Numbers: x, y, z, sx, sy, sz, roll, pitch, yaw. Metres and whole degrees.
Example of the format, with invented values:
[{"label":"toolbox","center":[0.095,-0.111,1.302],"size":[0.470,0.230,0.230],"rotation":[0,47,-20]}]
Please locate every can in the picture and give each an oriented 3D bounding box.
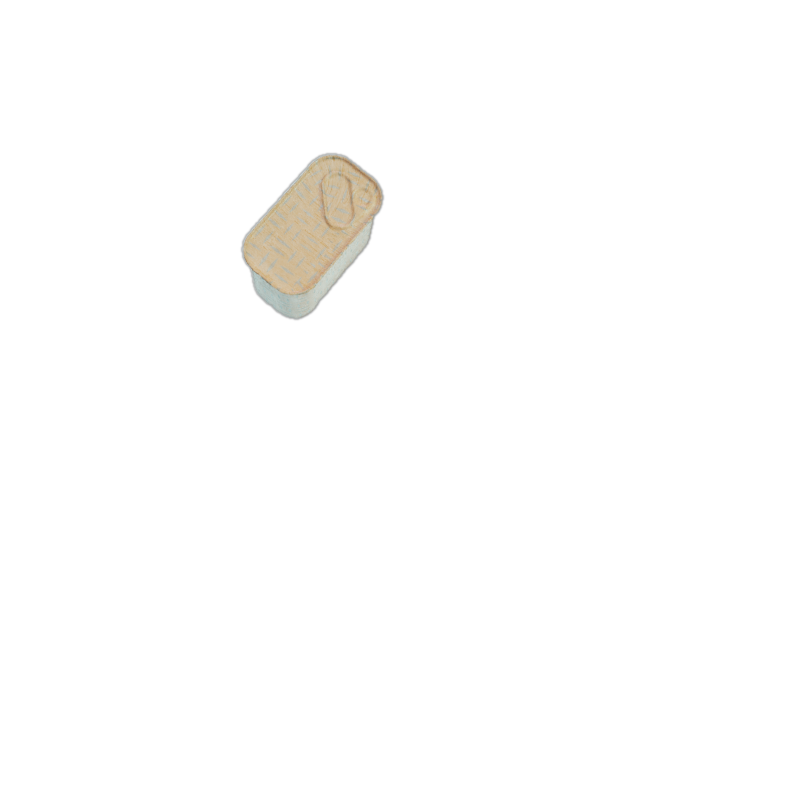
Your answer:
[{"label":"can","center":[-0.061,-0.111,0.778],"size":[0.059,0.103,0.081],"rotation":[38,-12,5]}]
